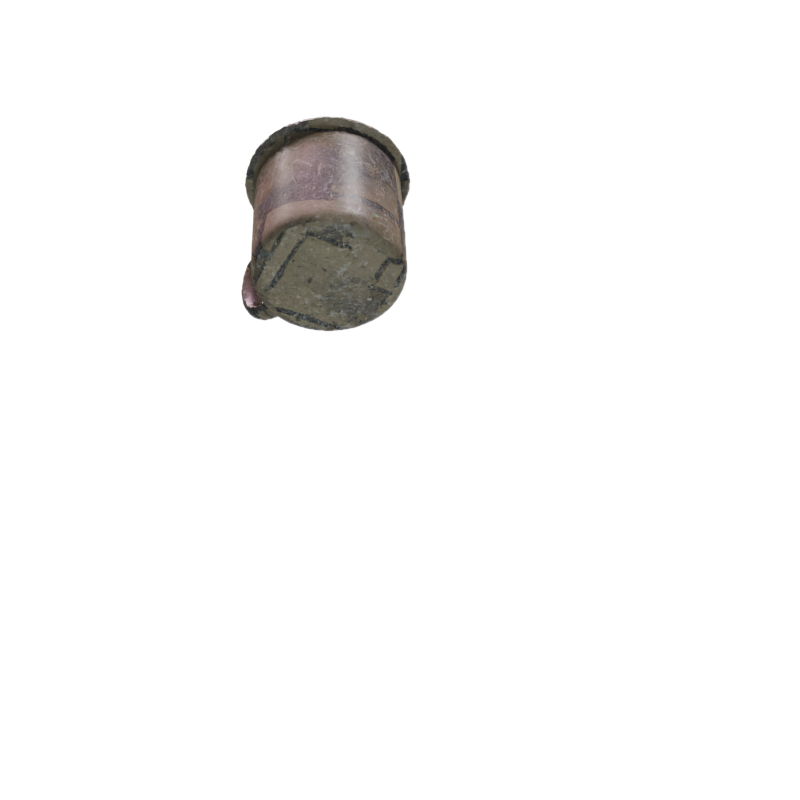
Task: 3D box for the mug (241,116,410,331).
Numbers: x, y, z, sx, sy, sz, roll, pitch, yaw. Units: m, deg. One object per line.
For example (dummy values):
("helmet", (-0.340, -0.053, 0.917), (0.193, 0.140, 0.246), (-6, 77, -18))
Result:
("mug", (-0.047, -0.086, 0.605), (0.088, 0.087, 0.116), (34, -55, -31))
